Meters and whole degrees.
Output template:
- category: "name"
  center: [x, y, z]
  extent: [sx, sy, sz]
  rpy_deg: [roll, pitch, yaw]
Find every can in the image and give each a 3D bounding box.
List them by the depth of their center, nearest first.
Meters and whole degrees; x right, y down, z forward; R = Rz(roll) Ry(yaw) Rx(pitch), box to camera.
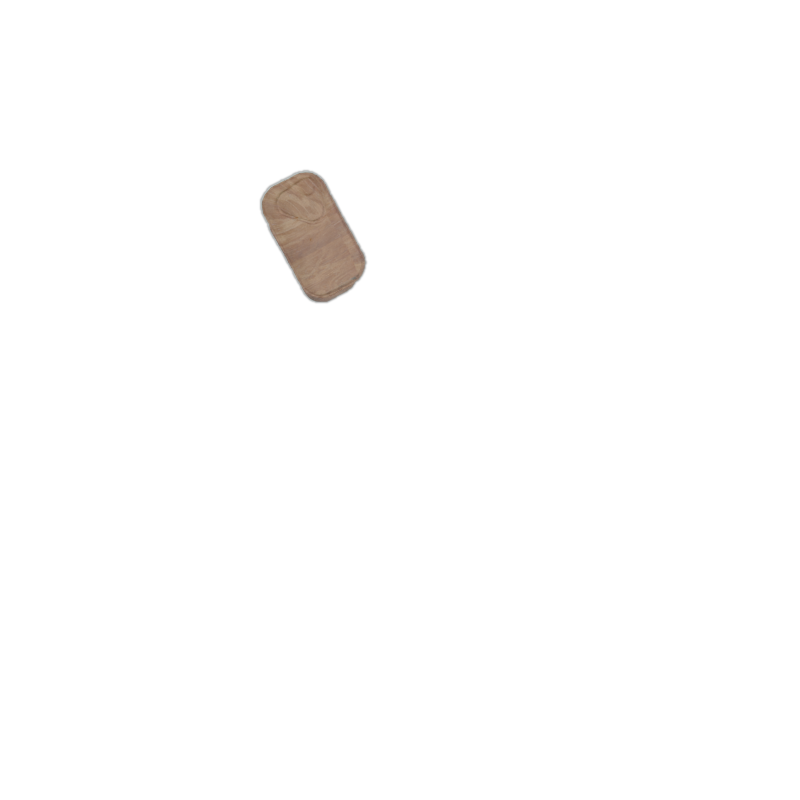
- category: "can"
  center: [-0.073, -0.134, 0.936]
  extent: [0.057, 0.104, 0.083]
  rpy_deg: [-28, -4, -4]
